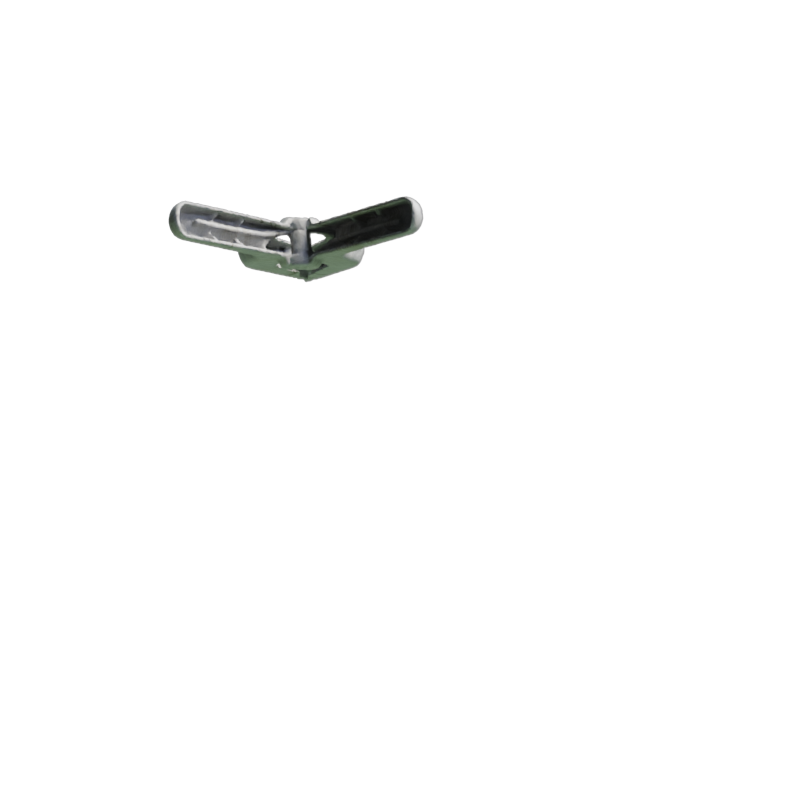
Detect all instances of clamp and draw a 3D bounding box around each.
[{"bbox_3d":[-0.063,-0.115,0.803,0.166,0.037,0.205,0,-3,5],"label":"clamp"}]
